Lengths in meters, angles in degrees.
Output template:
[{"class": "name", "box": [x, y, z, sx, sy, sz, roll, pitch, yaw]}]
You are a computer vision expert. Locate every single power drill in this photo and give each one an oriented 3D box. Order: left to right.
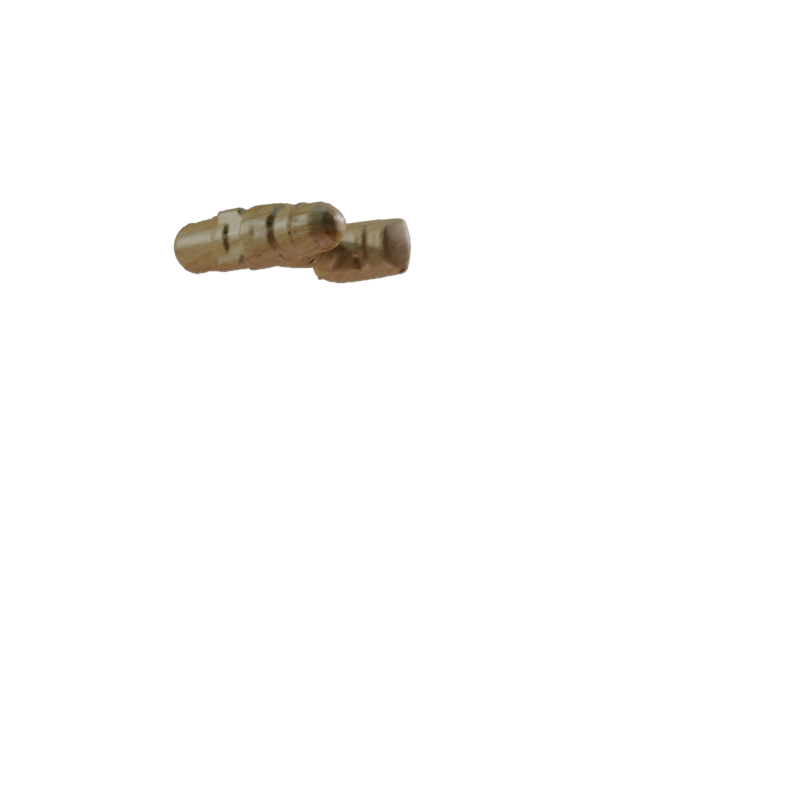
[{"class": "power drill", "box": [-0.076, -0.139, 0.972, 0.191, 0.058, 0.179, 0, 0, 41]}]
